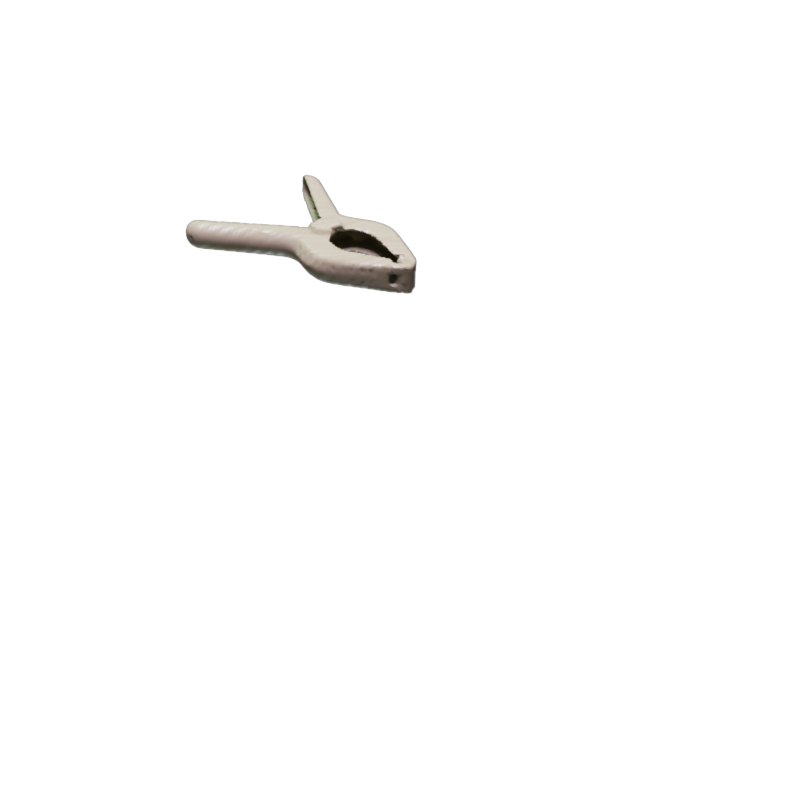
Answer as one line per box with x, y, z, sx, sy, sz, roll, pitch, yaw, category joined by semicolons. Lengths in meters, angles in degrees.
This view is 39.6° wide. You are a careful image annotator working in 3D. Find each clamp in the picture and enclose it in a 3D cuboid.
-0.077;-0.141;0.989;0.163;0.034;0.225;-26;42;-33;clamp
